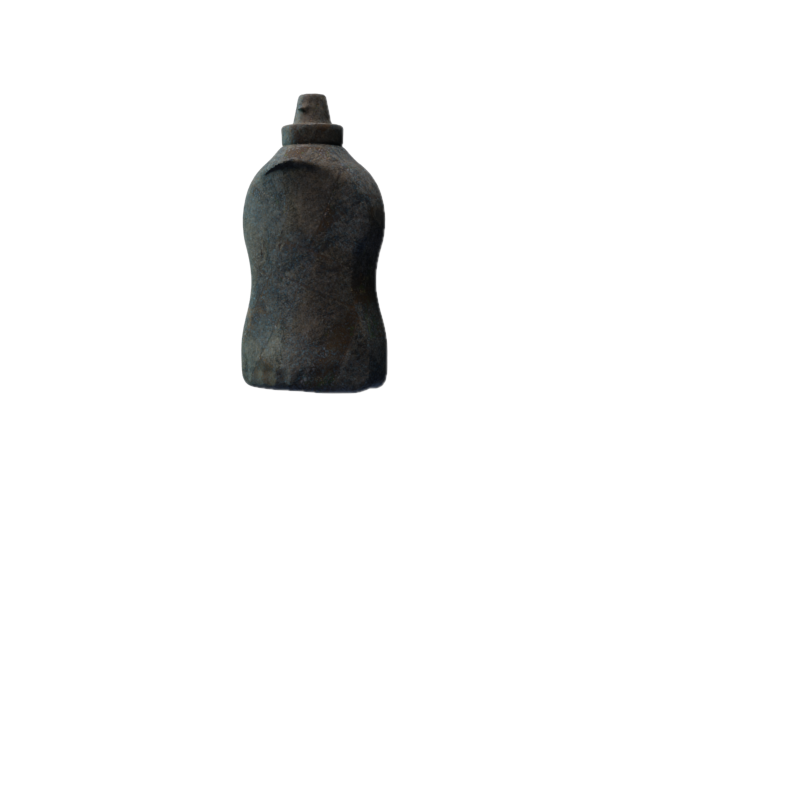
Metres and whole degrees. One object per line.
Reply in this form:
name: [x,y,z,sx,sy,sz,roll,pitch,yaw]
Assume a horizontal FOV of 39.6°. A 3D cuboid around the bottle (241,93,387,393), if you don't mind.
bottle: [-0.057,-0.103,0.724,0.099,0.192,0.056,0,0,29]
